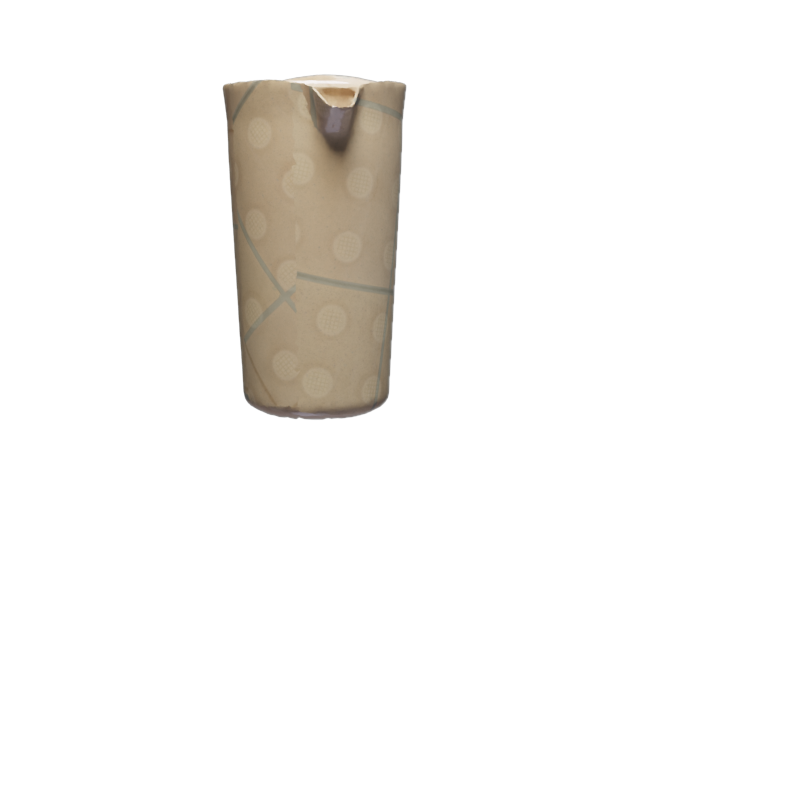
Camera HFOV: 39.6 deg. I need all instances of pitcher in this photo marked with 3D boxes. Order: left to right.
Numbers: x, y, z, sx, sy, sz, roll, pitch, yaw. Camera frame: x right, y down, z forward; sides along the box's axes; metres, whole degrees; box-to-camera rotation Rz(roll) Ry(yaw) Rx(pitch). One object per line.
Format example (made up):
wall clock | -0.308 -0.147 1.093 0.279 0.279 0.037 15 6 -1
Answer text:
pitcher | -0.064 -0.118 0.824 0.150 0.240 0.146 4 7 29
